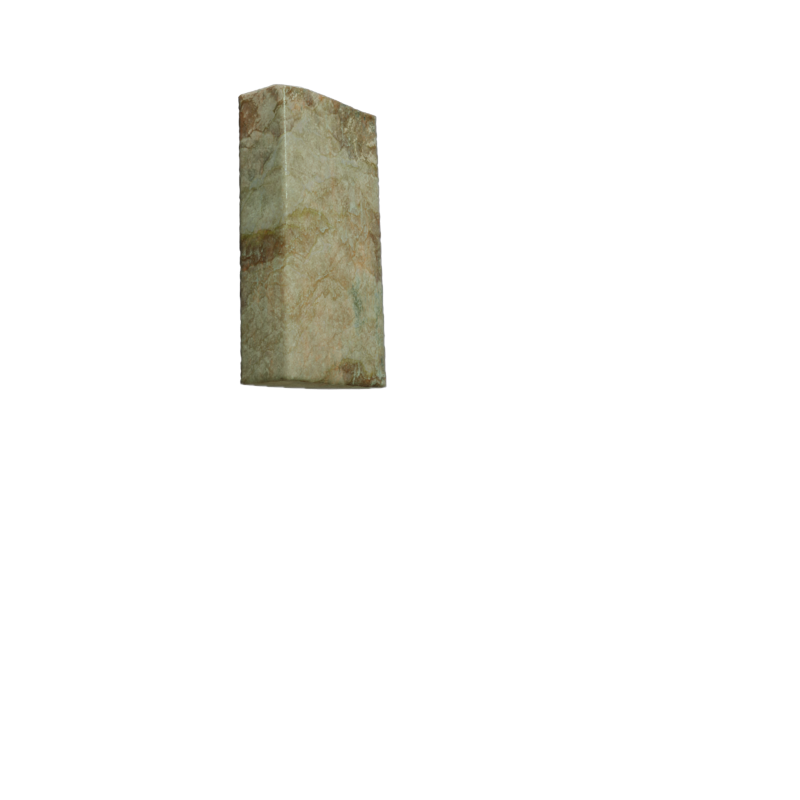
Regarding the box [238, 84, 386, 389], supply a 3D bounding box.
[{"bbox_3d":[-0.053,-0.096,0.673,0.049,0.181,0.089,-8,-11,38],"label":"box"}]
